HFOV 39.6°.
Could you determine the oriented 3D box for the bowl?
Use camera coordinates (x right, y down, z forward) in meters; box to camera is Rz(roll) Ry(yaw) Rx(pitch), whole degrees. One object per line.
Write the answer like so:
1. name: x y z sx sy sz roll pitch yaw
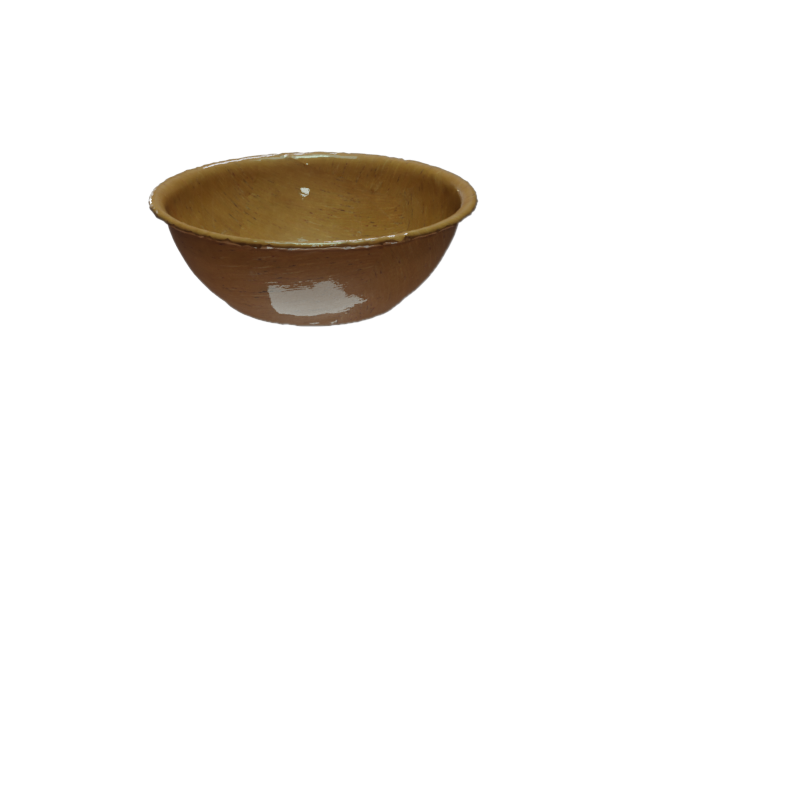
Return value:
1. bowl: -0.043 -0.079 0.554 0.162 0.052 0.171 -1 25 -2
